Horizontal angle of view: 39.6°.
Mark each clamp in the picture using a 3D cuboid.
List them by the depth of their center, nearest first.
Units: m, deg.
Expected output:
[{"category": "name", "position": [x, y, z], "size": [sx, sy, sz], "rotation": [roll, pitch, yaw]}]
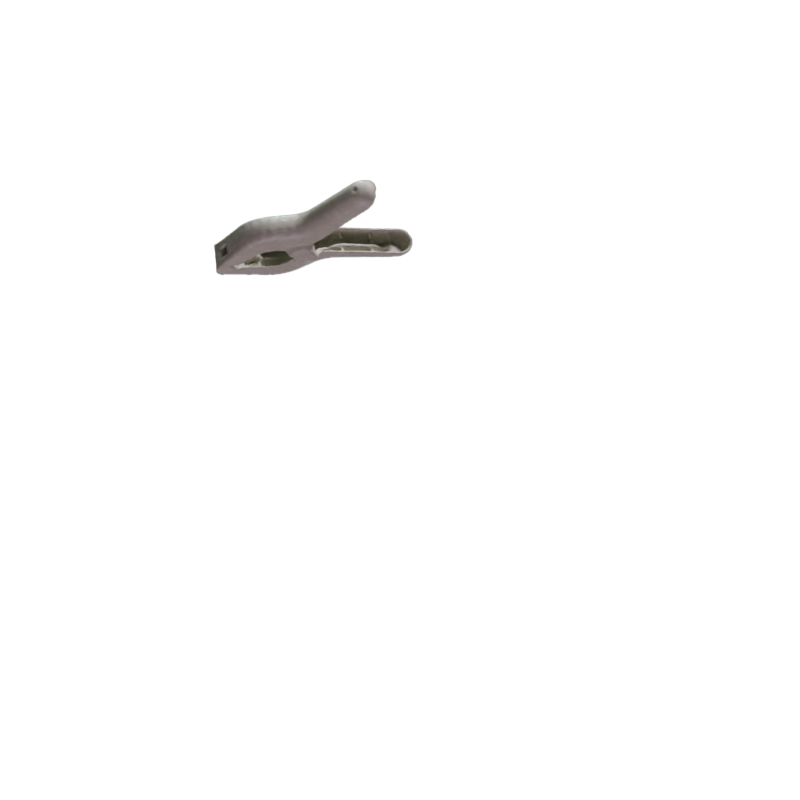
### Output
[{"category": "clamp", "position": [-0.075, -0.137, 0.961], "size": [0.174, 0.042, 0.111], "rotation": [-12, -27, 25]}]
